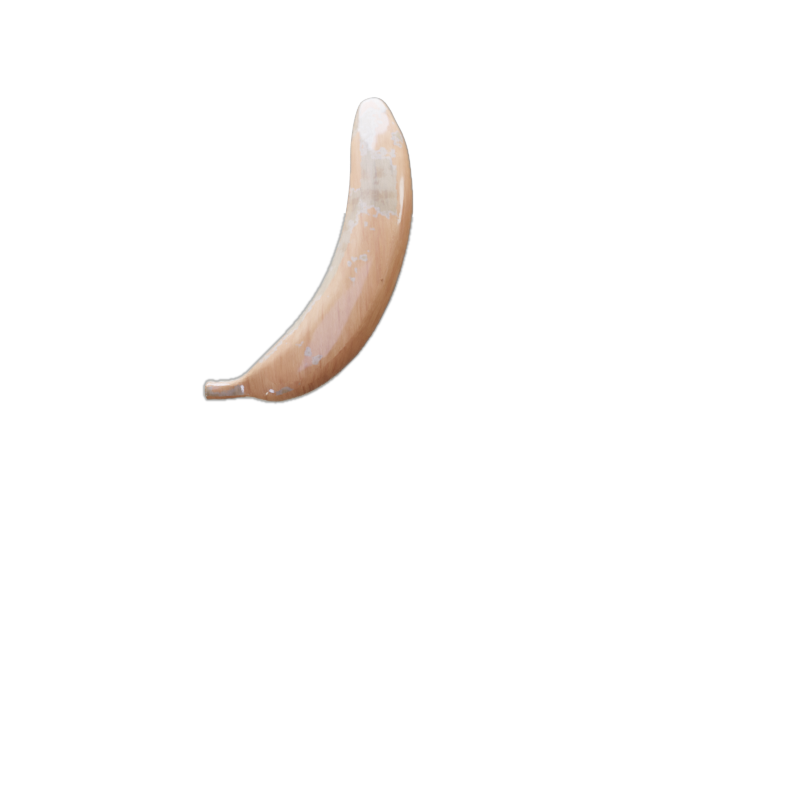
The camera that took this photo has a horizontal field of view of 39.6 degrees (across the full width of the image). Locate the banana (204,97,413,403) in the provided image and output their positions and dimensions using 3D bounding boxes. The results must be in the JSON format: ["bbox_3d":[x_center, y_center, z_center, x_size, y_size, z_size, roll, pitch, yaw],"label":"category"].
[{"bbox_3d":[-0.033,-0.075,0.610,0.071,0.202,0.035,26,-14,6],"label":"banana"}]
